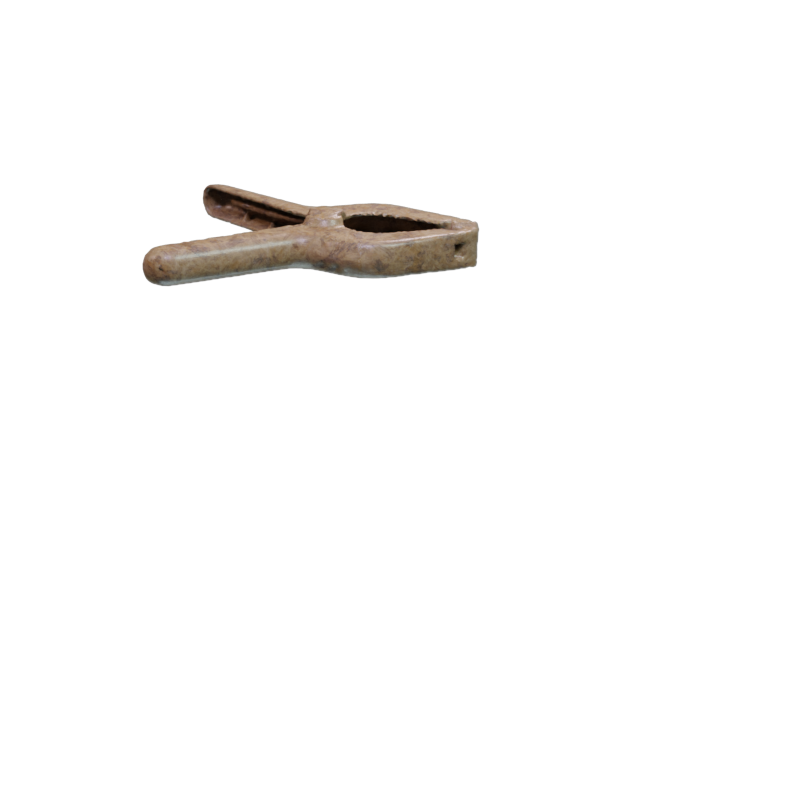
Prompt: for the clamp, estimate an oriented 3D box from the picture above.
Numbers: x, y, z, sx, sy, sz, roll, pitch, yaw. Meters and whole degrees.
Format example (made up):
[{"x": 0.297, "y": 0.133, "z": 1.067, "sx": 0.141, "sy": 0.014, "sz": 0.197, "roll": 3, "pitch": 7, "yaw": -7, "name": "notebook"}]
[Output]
[{"x": -0.057, "y": -0.104, "z": 0.726, "sx": 0.214, "sy": 0.035, "sz": 0.170, "roll": 6, "pitch": 27, "yaw": 12, "name": "clamp"}]
